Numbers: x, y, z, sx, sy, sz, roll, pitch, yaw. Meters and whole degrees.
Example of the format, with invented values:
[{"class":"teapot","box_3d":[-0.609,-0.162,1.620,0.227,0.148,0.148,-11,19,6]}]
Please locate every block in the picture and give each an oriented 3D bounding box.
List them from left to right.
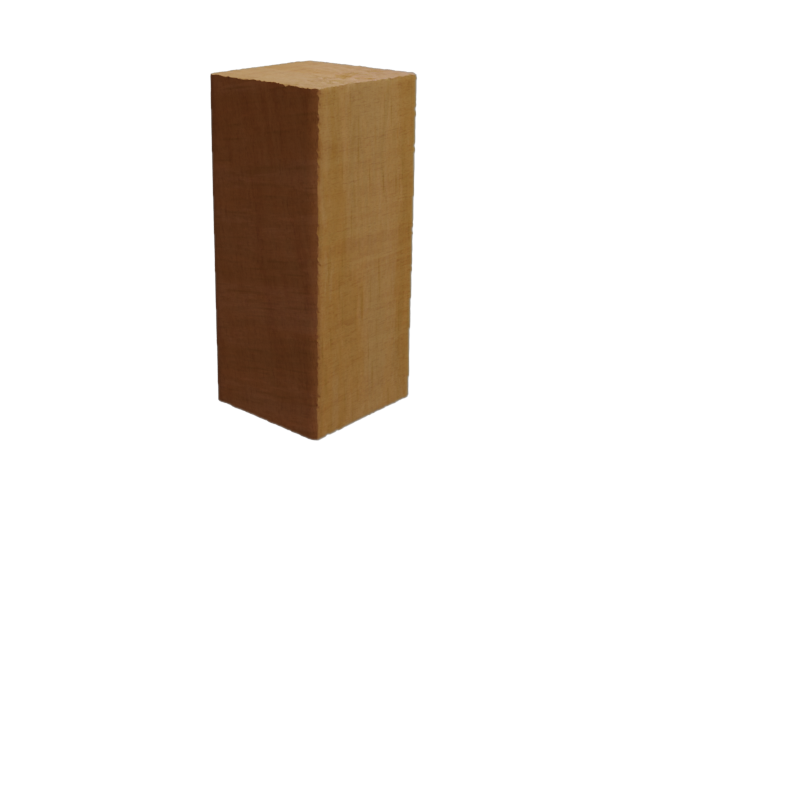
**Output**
[{"class":"block","box_3d":[-0.053,-0.097,0.676,0.095,0.198,0.089,16,24,37]}]
